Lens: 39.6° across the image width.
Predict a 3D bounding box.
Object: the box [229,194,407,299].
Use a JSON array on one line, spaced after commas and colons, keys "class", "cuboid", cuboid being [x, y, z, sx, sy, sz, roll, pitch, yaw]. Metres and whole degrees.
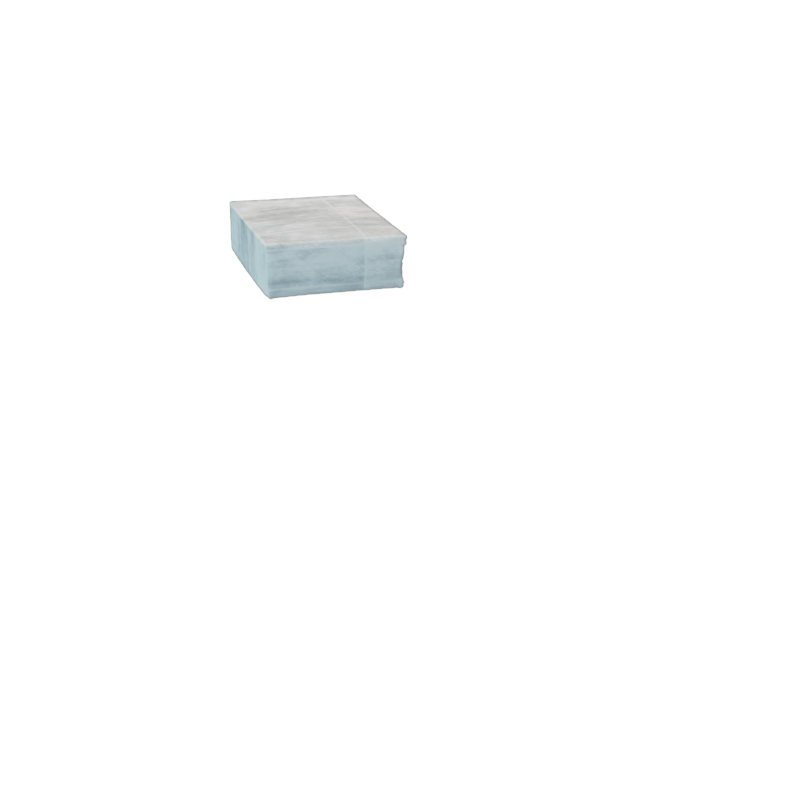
[{"class": "box", "cuboid": [-0.056, -0.102, 0.712, 0.088, 0.037, 0.121, -7, 26, -16]}]
